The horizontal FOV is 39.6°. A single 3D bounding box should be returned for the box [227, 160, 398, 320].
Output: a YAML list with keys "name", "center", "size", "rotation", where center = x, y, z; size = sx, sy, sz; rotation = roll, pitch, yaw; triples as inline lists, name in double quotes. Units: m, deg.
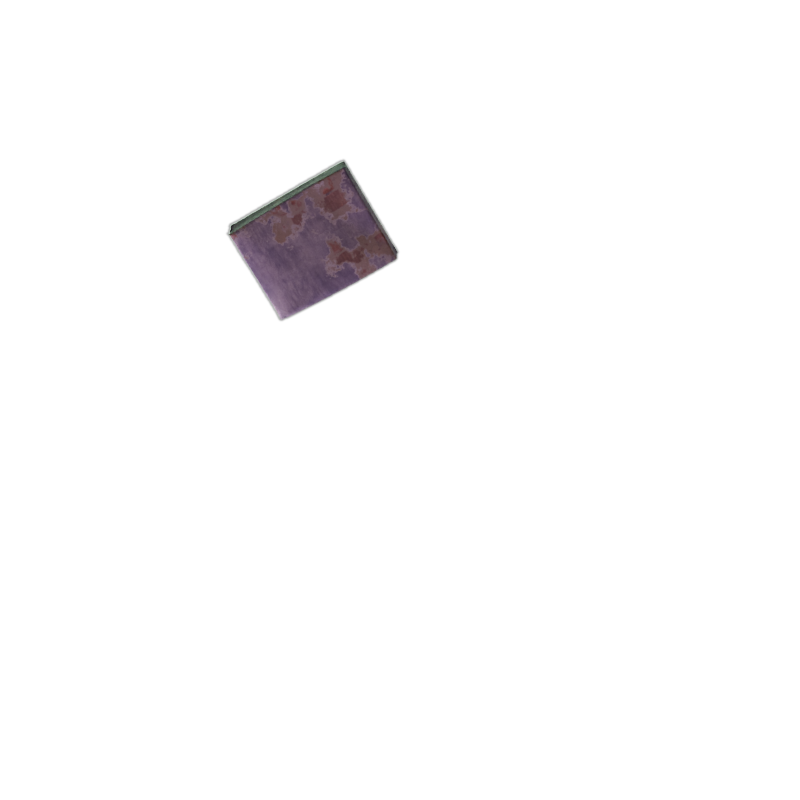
- name: "box"
  center: [-0.071, -0.130, 0.912]
  size: [0.113, 0.087, 0.040]
  rotation: [-29, 12, 6]
